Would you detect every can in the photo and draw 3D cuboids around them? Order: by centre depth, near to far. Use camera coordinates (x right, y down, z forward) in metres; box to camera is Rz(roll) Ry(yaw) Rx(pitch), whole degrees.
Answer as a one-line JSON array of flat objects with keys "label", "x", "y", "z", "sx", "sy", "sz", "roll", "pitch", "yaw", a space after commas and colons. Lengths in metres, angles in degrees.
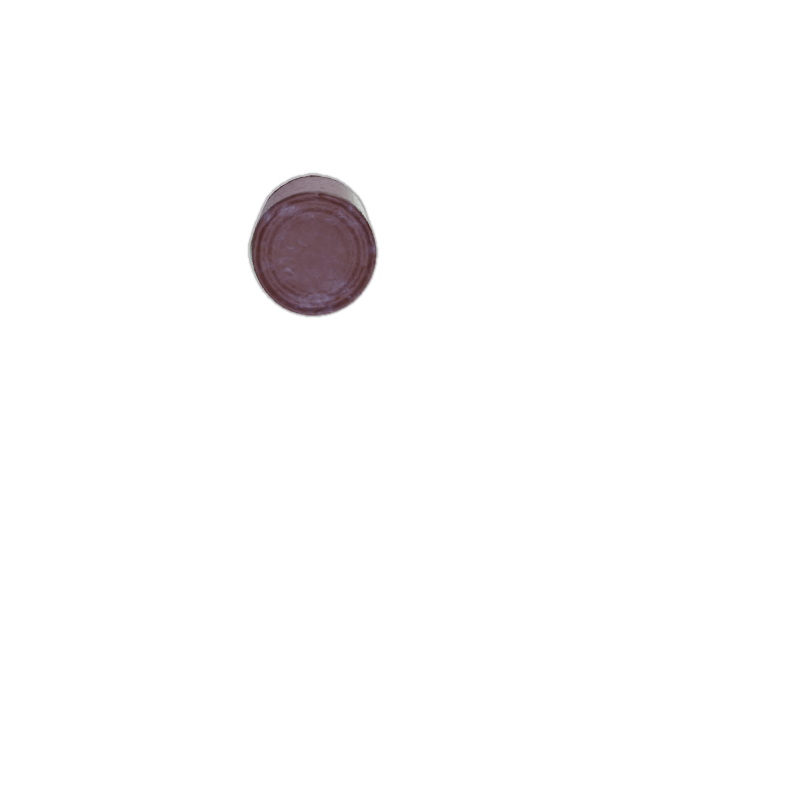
[{"label": "can", "x": -0.049, "y": -0.089, "z": 0.623, "sx": 0.068, "sy": 0.067, "sz": 0.105, "roll": 0, "pitch": 13, "yaw": -3}]
